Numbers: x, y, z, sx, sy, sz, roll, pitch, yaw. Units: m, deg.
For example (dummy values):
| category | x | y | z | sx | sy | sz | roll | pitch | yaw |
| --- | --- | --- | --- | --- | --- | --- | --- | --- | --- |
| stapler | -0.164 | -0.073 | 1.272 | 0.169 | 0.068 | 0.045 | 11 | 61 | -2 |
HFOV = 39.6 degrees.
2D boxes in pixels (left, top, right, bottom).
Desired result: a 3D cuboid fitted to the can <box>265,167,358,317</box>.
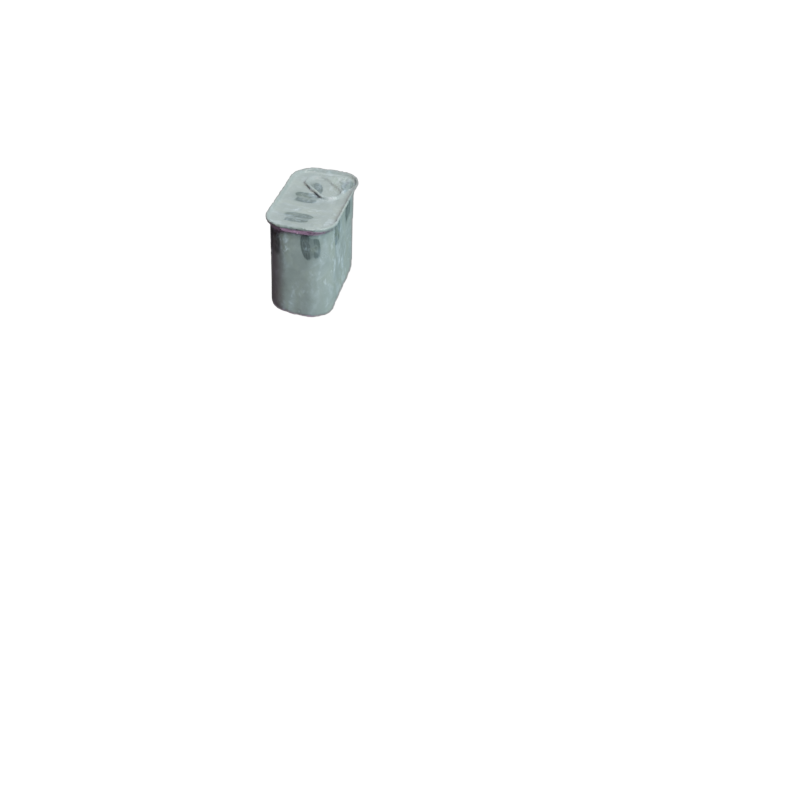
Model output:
| category | x | y | z | sx | sy | sz | roll | pitch | yaw |
| --- | --- | --- | --- | --- | --- | --- | --- | --- | --- |
| can | -0.071 | -0.129 | 0.903 | 0.059 | 0.078 | 0.107 | 8 | 36 | 9 |
